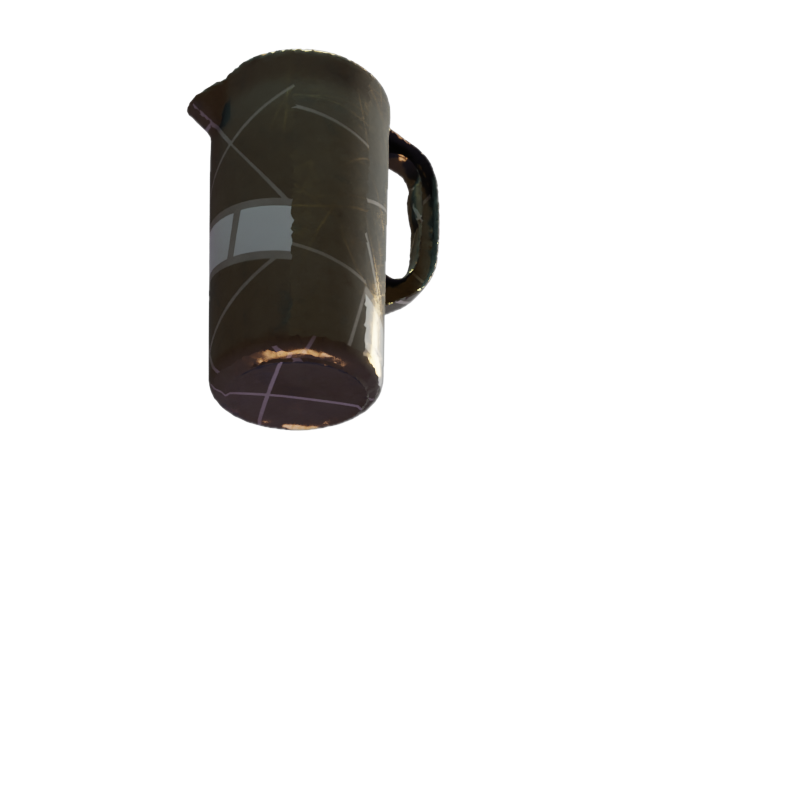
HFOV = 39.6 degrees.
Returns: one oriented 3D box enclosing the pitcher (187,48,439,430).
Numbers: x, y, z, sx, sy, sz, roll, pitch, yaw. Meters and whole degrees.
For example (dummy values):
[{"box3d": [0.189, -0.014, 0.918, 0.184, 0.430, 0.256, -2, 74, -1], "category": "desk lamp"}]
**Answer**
[{"box3d": [-0.059, -0.107, 0.750, 0.151, 0.260, 0.134, -13, -35, 16], "category": "pitcher"}]
